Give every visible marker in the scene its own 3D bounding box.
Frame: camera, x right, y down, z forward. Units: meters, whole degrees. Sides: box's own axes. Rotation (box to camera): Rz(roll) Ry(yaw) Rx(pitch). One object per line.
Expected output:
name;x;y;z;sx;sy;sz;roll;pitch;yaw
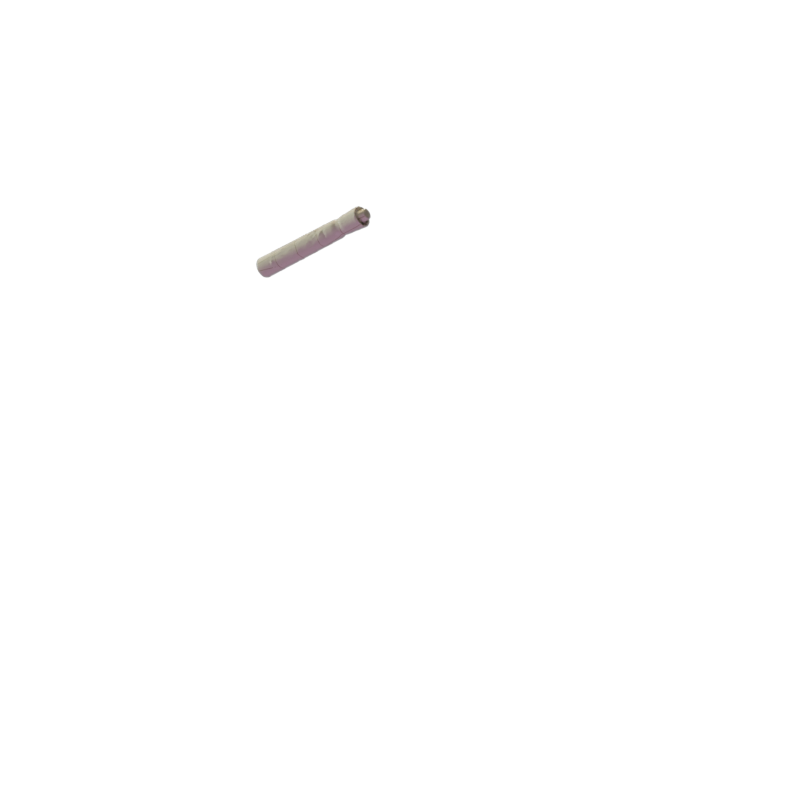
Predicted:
marker;-0.073;-0.134;0.936;0.121;0.020;0.019;-22;-10;35
